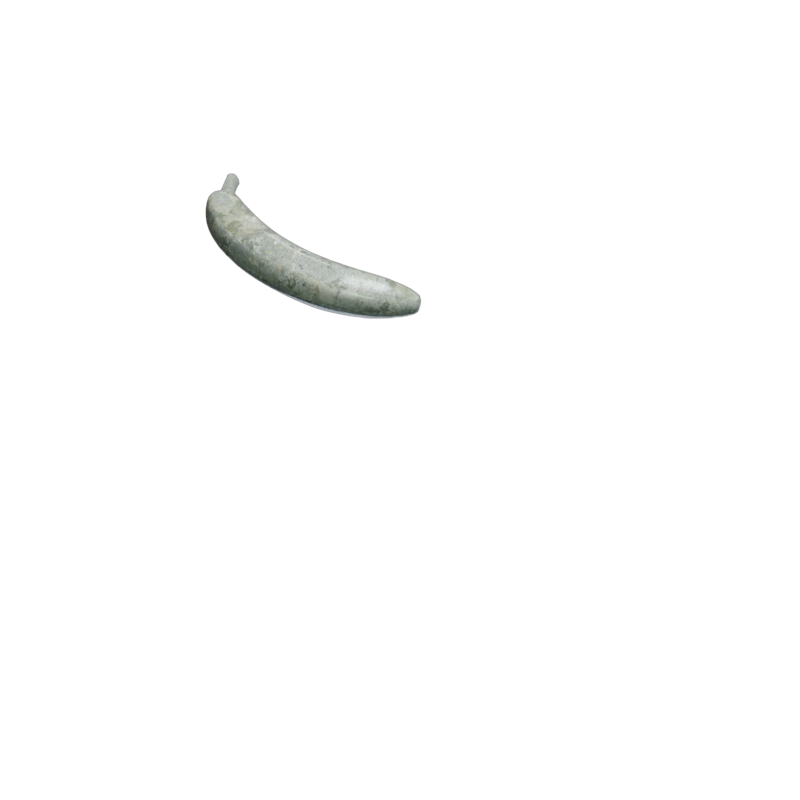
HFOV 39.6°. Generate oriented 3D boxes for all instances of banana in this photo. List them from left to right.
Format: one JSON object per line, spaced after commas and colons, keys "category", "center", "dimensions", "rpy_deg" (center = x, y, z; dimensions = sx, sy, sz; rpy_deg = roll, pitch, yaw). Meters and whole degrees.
{"category": "banana", "center": [-0.079, -0.107, 0.811], "dimensions": [0.209, 0.034, 0.070], "rpy_deg": [37, 61, 24]}
